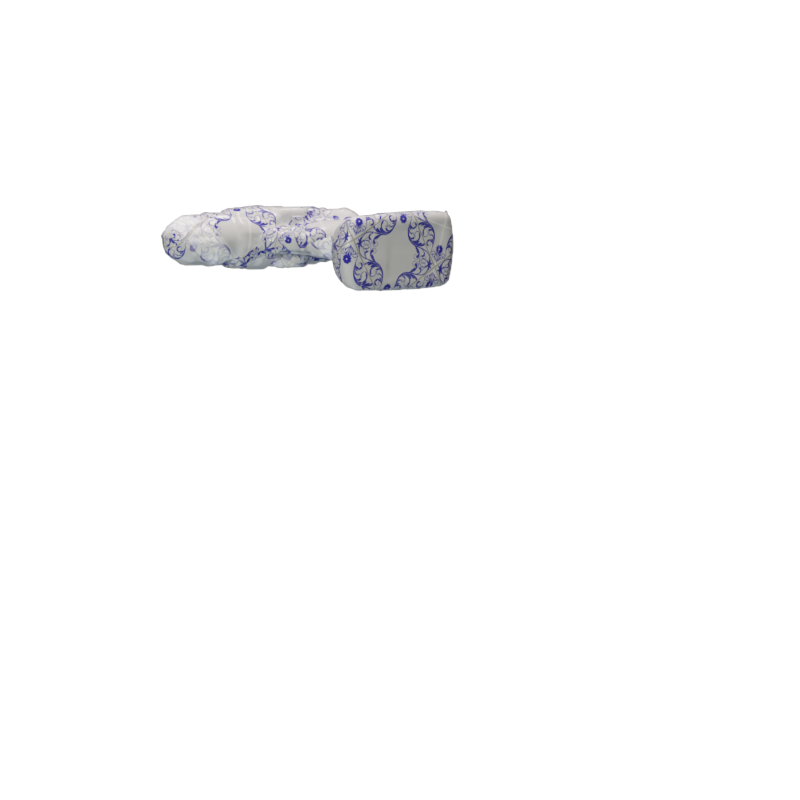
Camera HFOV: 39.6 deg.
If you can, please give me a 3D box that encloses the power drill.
[{"bbox_3d":[-0.067,-0.122,0.853,0.179,0.056,0.198,-10,17,-36],"label":"power drill"}]
